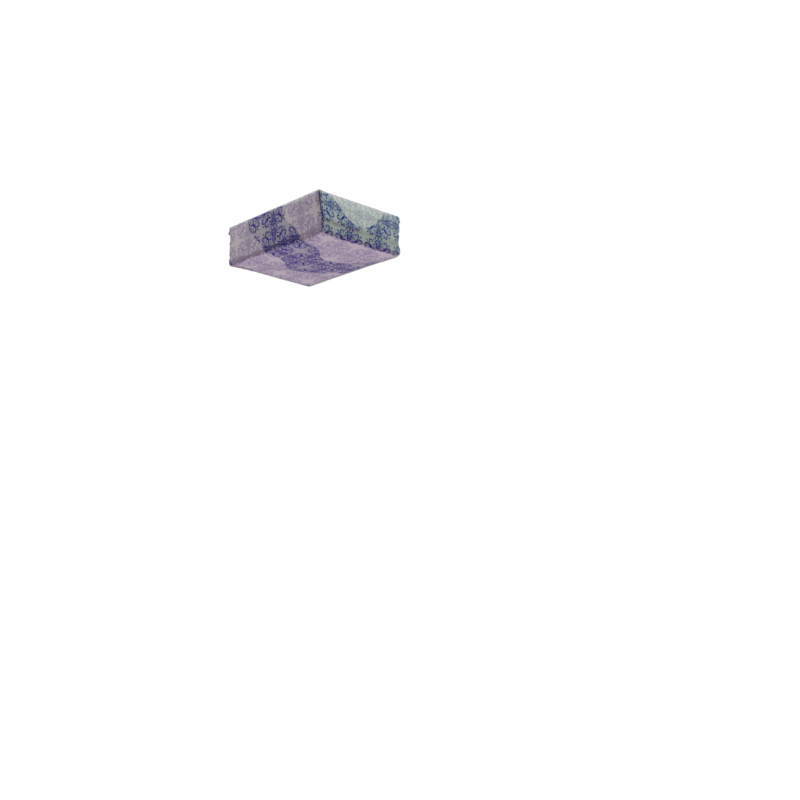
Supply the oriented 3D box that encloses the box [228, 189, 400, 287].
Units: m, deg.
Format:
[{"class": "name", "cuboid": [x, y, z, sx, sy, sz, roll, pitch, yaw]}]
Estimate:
[{"class": "box", "cuboid": [-0.070, -0.127, 0.893, 0.085, 0.040, 0.116, 11, -16, -44]}]
